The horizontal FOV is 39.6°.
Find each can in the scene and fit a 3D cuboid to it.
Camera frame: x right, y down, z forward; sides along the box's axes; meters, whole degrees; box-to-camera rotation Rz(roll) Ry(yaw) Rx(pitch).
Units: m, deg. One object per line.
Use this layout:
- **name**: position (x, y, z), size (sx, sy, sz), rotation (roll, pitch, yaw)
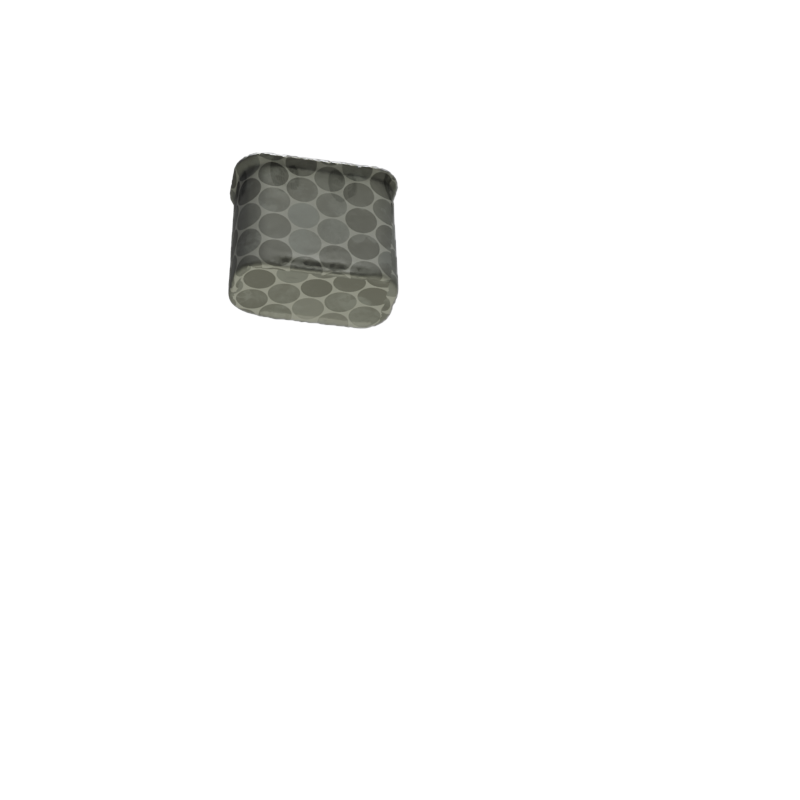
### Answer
- **can**: position (-0.052, -0.094, 0.661), size (0.100, 0.090, 0.054), rotation (6, -36, -10)
